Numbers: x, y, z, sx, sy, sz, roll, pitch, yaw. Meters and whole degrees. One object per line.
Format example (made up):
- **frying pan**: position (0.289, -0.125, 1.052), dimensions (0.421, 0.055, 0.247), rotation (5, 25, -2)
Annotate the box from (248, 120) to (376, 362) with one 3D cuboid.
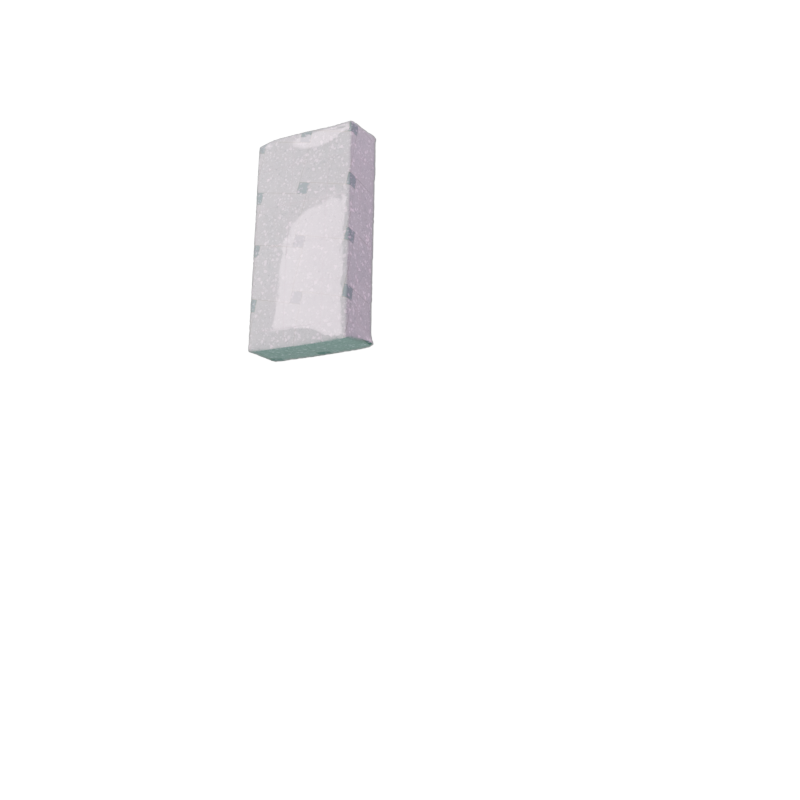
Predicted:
- **box**: position (-0.068, -0.124, 0.867), dimensions (0.095, 0.184, 0.045), rotation (-11, -20, 30)
